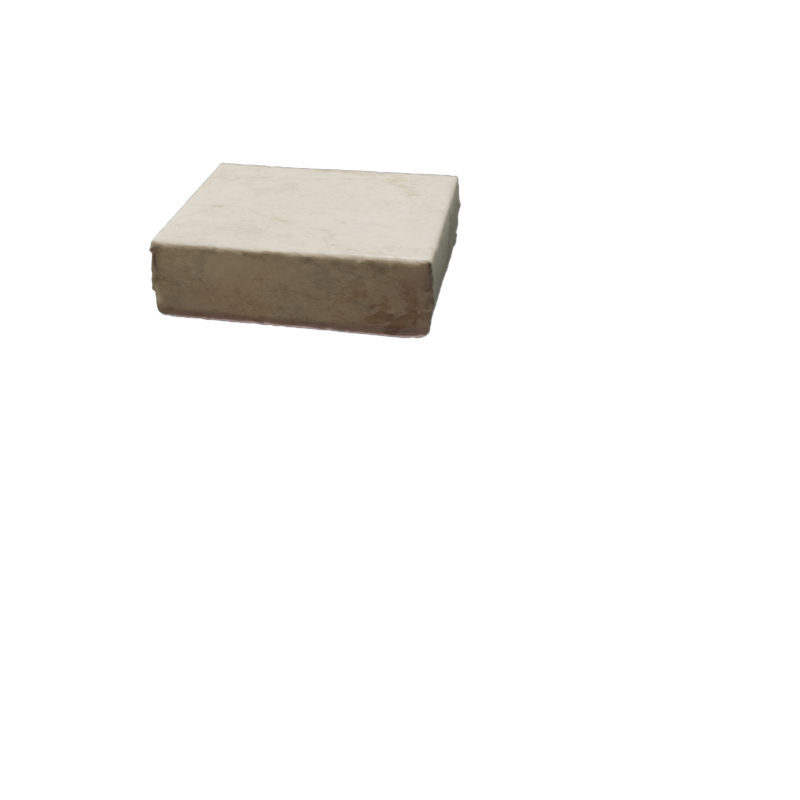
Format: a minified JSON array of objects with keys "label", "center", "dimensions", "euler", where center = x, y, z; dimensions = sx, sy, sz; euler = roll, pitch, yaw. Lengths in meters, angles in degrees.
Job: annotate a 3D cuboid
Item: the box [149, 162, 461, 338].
[{"label":"box","center":[-0.036,-0.066,0.463],"dimensions":[0.115,0.037,0.094],"euler":[6,32,10]}]
